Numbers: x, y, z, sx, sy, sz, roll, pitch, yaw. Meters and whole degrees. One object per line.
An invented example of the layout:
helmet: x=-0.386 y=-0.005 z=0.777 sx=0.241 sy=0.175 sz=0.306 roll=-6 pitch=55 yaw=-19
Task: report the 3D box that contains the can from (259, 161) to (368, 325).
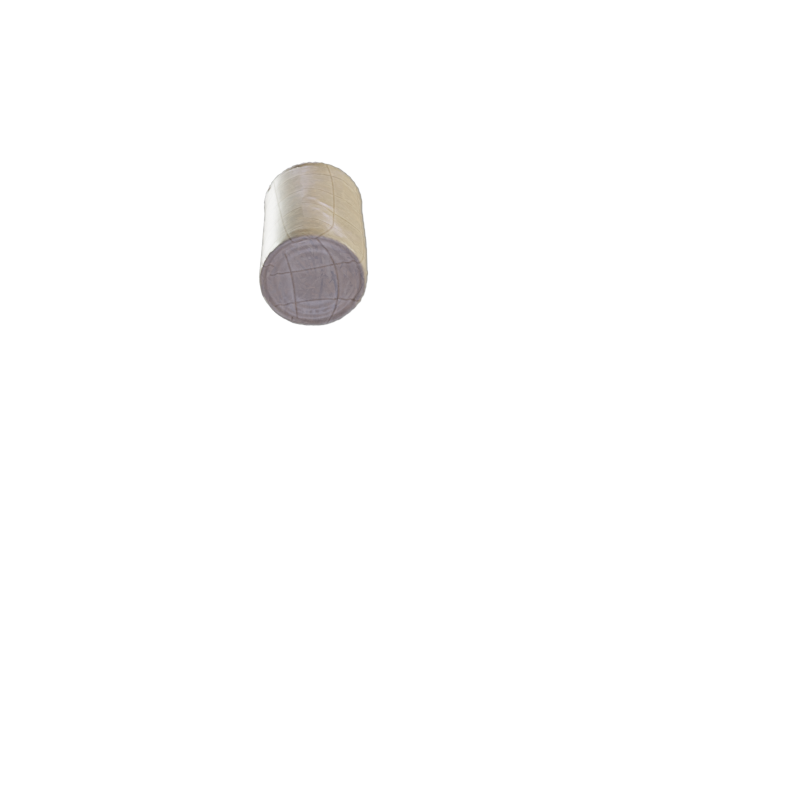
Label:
can: x=-0.056 y=-0.103 z=0.719 sx=0.068 sy=0.064 sz=0.109 roll=-1 pitch=34 yaw=-3
